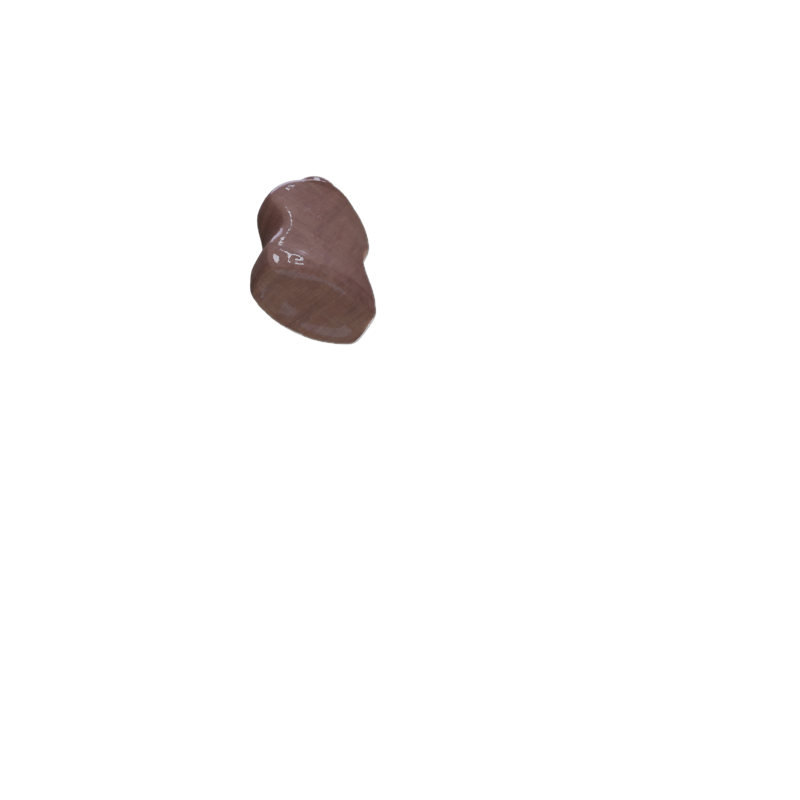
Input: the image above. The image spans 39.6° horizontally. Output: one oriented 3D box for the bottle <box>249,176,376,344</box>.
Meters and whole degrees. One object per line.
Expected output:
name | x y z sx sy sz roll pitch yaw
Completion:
bottle | -0.070 -0.129 0.898 0.093 0.056 0.205 22 32 -19
